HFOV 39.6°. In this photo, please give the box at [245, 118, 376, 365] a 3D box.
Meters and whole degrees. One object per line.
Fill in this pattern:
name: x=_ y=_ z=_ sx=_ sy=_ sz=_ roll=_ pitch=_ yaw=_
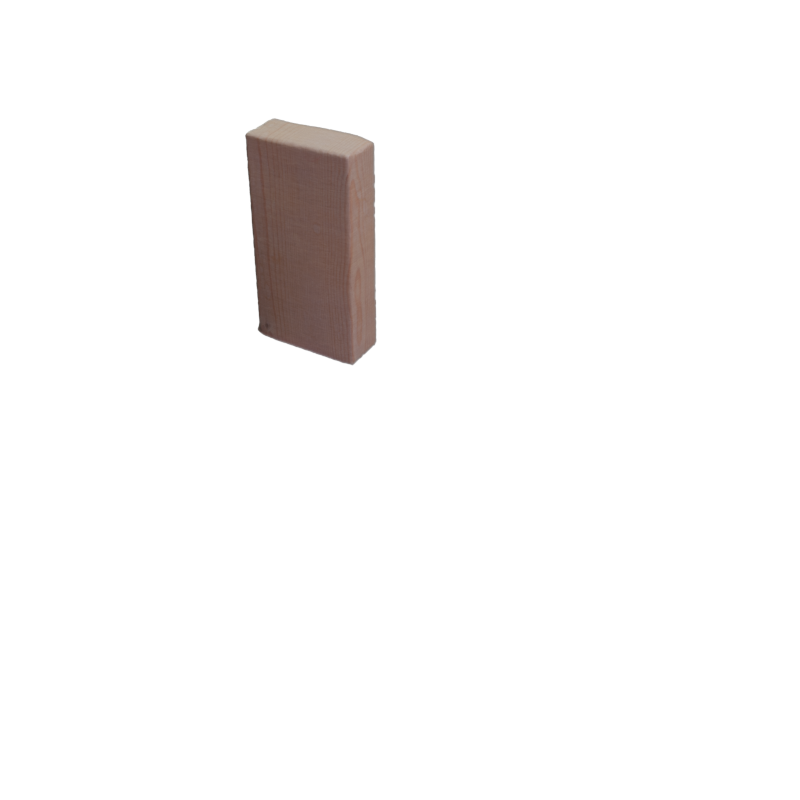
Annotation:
box: x=-0.066 y=-0.121 z=0.849 sx=0.098 sy=0.166 sz=0.048 roll=18 pitch=32 yaw=27
